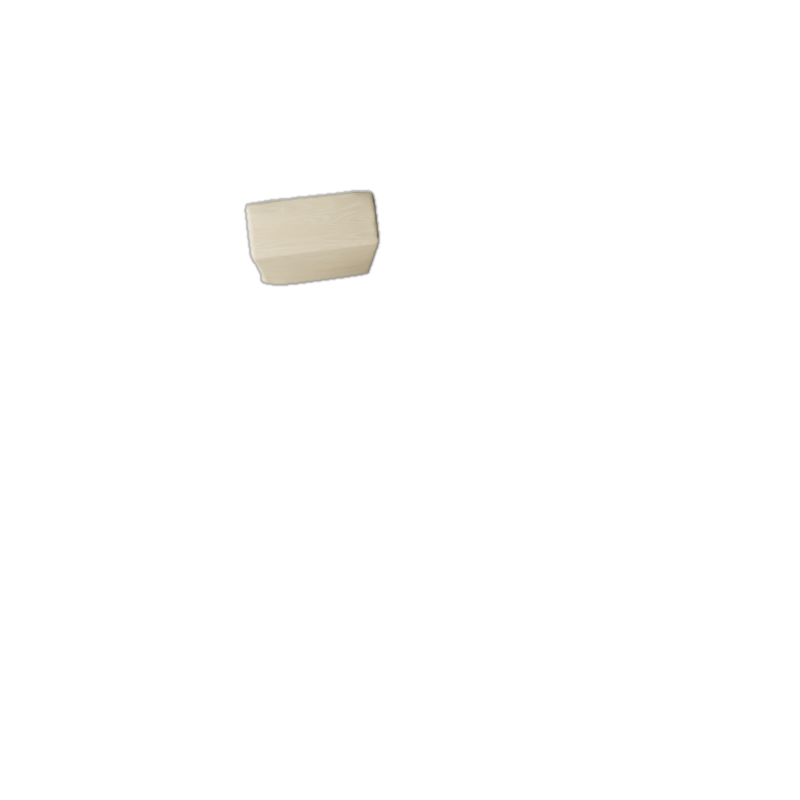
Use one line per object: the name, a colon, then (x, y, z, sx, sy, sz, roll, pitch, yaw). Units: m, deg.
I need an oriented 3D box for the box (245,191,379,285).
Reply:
box: (-0.067, -0.123, 0.858, 0.093, 0.049, 0.174, -7, -3, -4)
